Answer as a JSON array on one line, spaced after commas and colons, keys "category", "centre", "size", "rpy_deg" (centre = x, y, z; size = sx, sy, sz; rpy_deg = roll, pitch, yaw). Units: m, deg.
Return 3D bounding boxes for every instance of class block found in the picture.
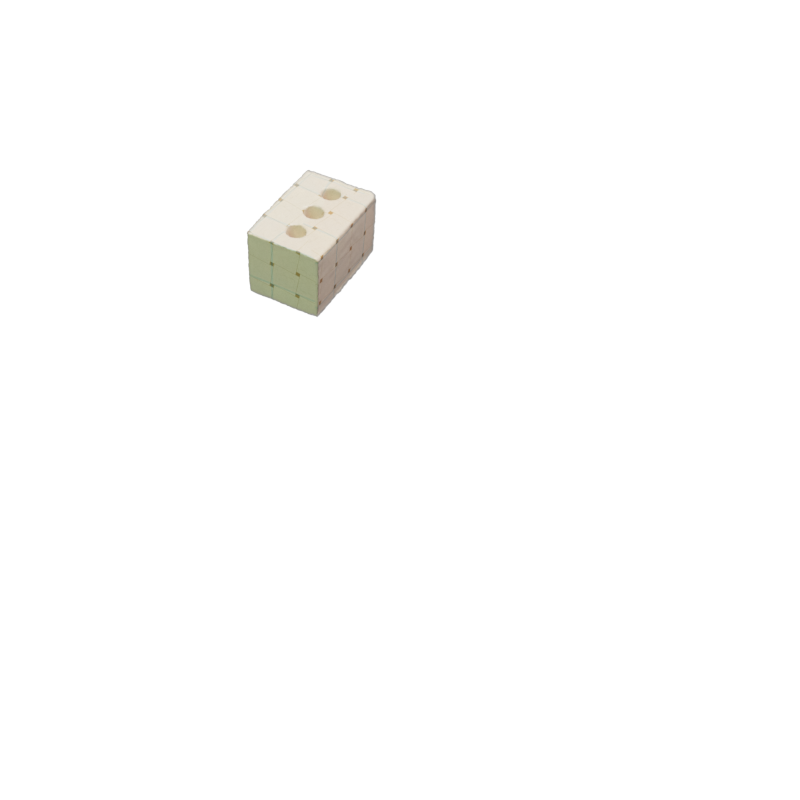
[{"category": "block", "centre": [-0.056, -0.102, 0.715], "size": [0.055, 0.048, 0.080], "rpy_deg": [20, 48, 18]}]
